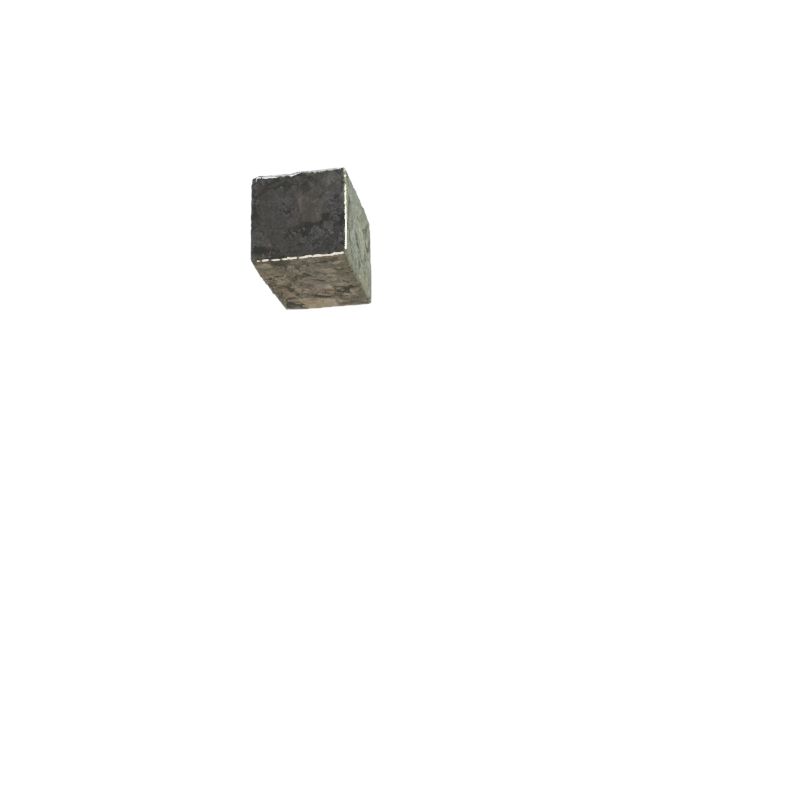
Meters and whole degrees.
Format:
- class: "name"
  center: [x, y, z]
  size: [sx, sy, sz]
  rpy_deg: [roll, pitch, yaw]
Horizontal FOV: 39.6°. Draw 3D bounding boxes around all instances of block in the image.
- class: "block"
  center: [-0.048, -0.088, 0.615]
  size: [0.053, 0.054, 0.073]
  rpy_deg: [-4, -19, 9]
